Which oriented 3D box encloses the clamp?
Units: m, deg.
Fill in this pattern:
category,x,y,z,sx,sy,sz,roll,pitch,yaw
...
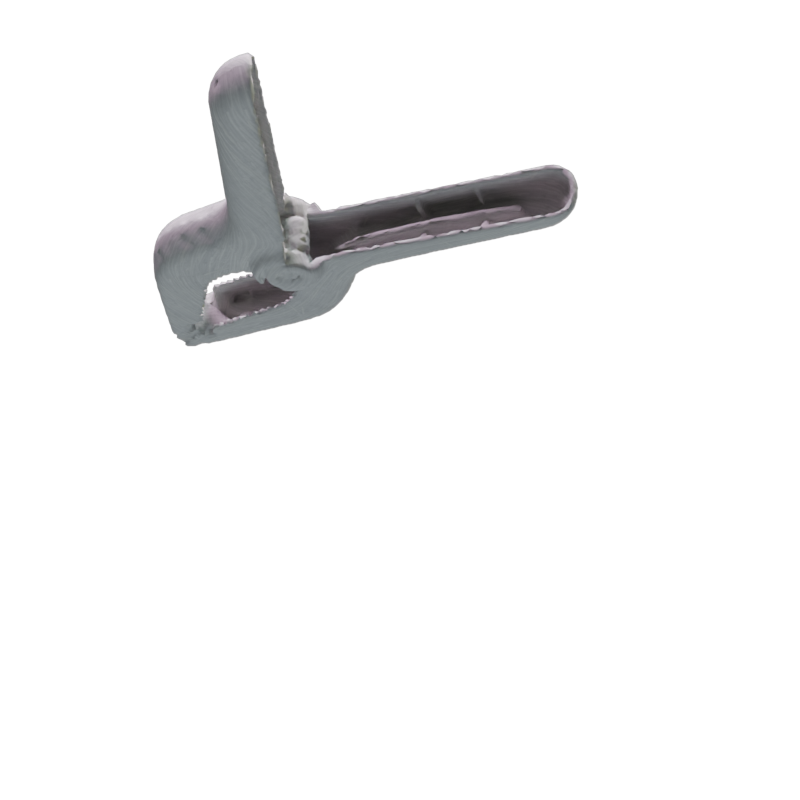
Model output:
category,x,y,z,sx,sy,sz,roll,pitch,yaw
clamp,-0.038,-0.070,0.490,0.158,0.038,0.207,11,-24,-26
